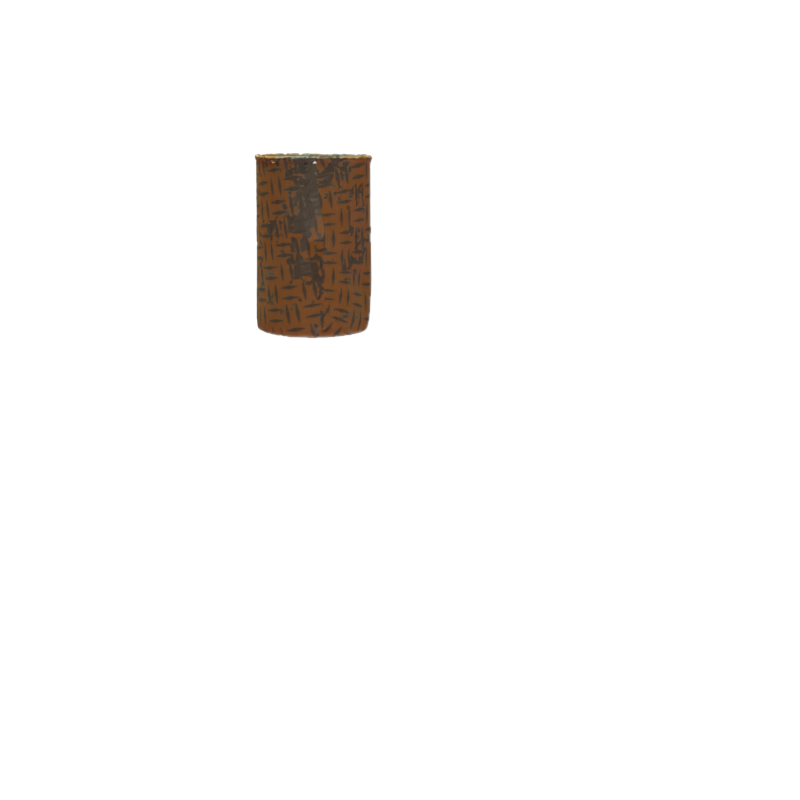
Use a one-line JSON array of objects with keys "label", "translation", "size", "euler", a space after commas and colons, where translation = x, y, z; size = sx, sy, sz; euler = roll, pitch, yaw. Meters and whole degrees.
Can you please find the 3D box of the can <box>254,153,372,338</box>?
[{"label": "can", "translation": [-0.051, -0.093, 0.648], "size": [0.068, 0.100, 0.070], "euler": [0, 9, -2]}]
